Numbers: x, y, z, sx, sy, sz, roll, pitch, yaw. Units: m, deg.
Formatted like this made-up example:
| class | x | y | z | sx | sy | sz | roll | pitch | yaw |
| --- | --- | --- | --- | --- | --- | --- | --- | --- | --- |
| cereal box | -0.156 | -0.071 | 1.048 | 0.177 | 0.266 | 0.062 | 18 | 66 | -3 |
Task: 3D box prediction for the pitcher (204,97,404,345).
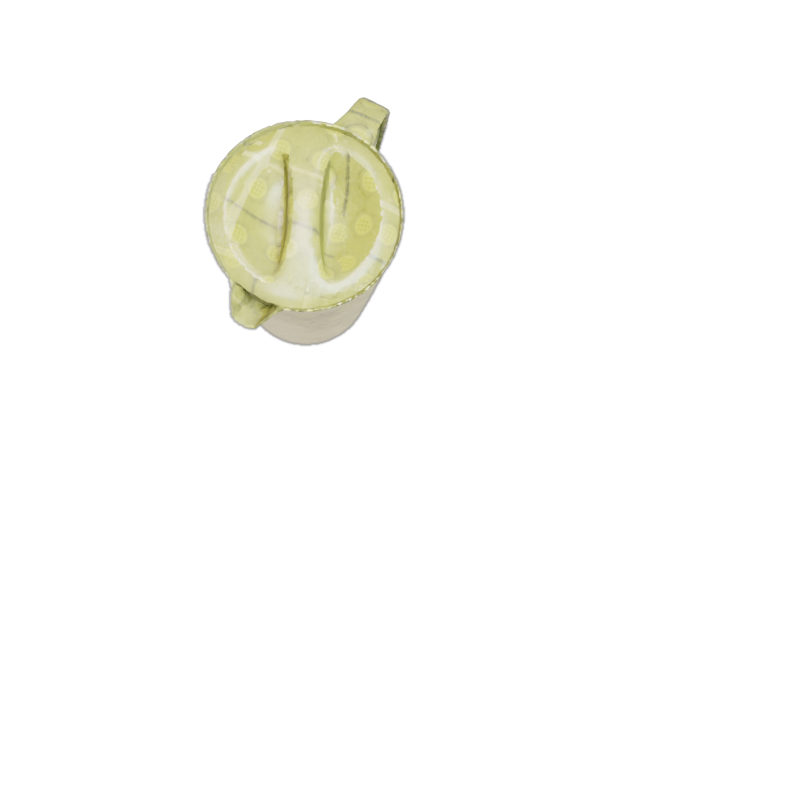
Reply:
| class | x | y | z | sx | sy | sz | roll | pitch | yaw |
| --- | --- | --- | --- | --- | --- | --- | --- | --- | --- |
| pitcher | -0.067 | -0.121 | 0.850 | 0.149 | 0.149 | 0.237 | -16 | -7 | -5 |
